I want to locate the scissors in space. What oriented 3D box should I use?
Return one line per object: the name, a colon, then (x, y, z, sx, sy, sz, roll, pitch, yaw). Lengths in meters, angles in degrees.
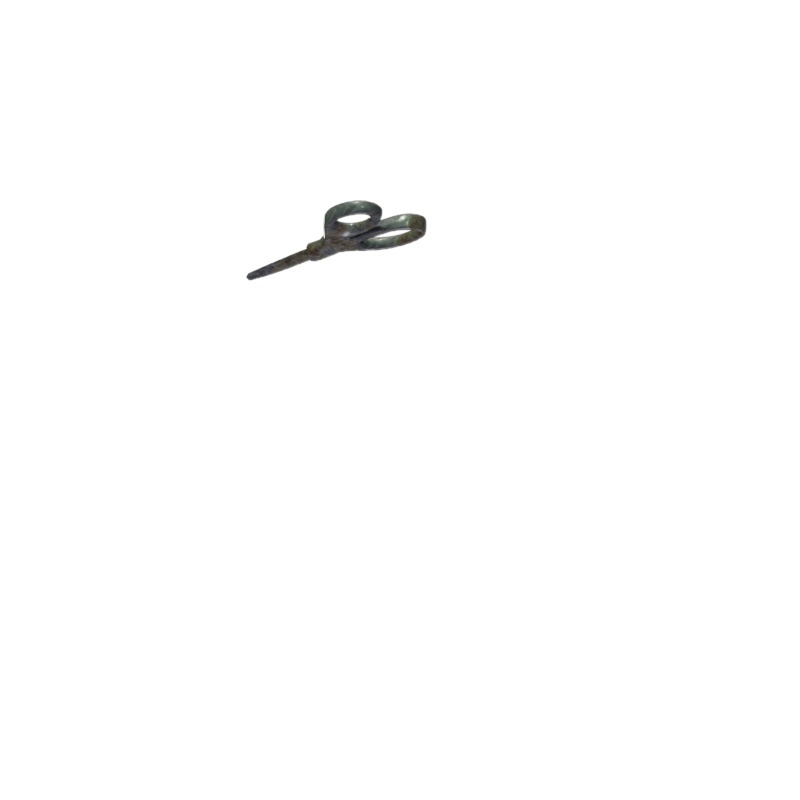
scissors: (-0.076, -0.138, 0.969, 0.206, 0.016, 0.090, -8, -18, 28)
